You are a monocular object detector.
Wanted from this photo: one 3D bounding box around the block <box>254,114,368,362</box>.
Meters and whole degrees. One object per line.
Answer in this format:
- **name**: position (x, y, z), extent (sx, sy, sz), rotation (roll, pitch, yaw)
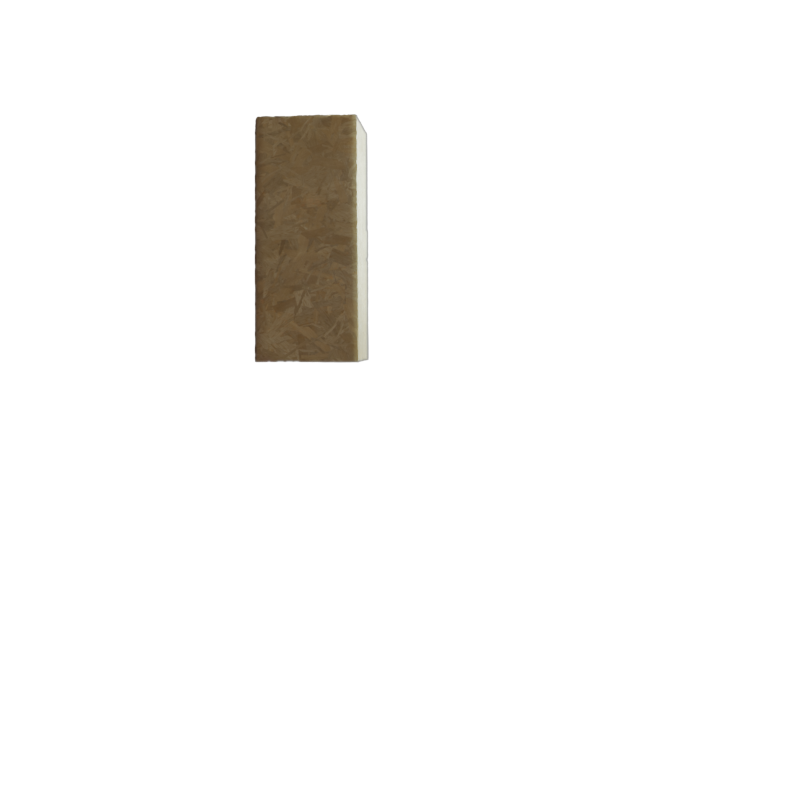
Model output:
- **block**: position (-0.076, -0.138, 0.964), extent (0.091, 0.208, 0.089), rotation (-1, -3, 5)
